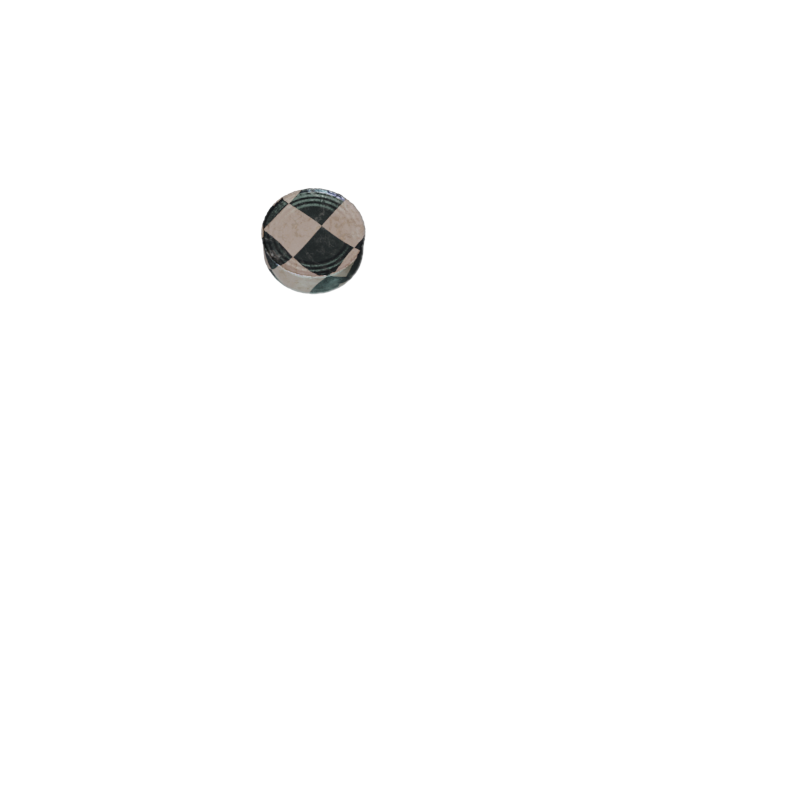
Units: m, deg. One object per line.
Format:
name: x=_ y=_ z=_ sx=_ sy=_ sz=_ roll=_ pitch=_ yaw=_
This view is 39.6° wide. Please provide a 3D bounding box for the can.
can: x=-0.072 y=-0.132 z=0.923 sx=0.086 sy=0.091 sz=0.032 roll=-1 pitch=-29 yaw=-1
